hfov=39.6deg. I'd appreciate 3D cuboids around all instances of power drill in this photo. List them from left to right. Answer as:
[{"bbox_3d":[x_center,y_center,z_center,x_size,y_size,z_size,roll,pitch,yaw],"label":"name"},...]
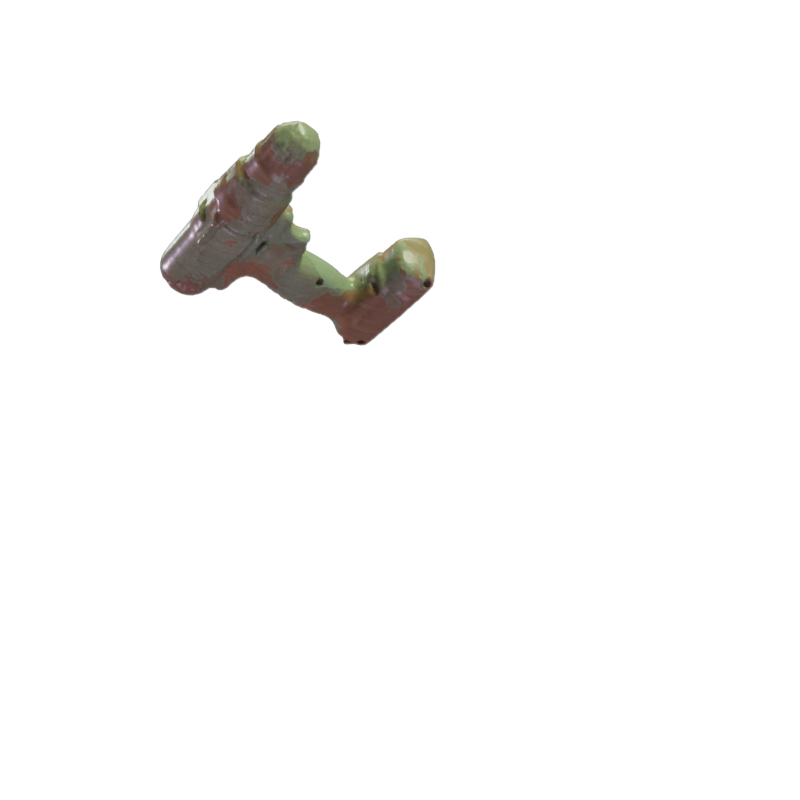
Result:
[{"bbox_3d":[-0.067,-0.122,0.856,0.178,0.062,0.181,24,-44,-28],"label":"power drill"}]
